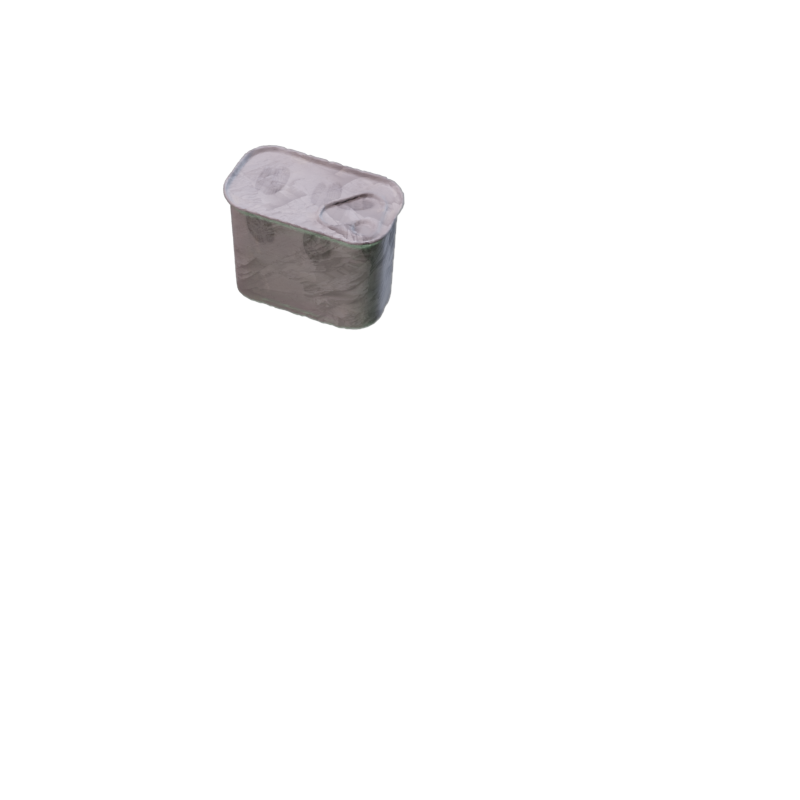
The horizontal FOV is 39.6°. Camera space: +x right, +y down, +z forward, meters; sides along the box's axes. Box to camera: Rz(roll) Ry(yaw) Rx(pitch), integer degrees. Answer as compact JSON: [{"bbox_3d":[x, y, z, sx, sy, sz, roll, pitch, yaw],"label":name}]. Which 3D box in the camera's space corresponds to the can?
[{"bbox_3d":[-0.052,-0.095,0.664,0.105,0.060,0.078,19,-38,14],"label":"can"}]
